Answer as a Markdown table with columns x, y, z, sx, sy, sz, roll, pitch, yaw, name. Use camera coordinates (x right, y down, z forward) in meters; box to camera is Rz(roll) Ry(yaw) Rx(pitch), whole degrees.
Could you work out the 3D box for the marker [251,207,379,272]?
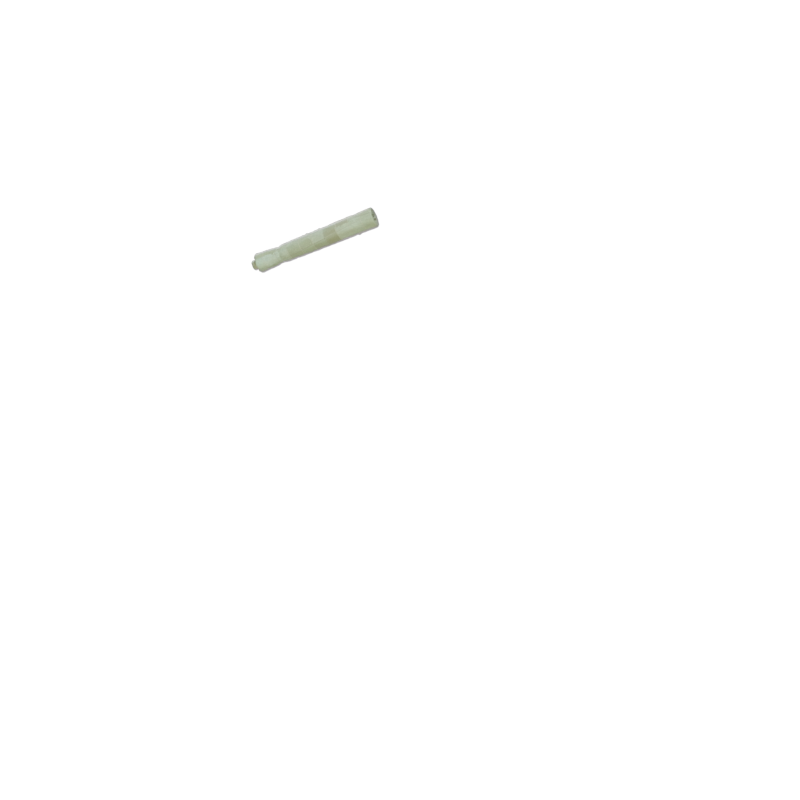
| x | y | z | sx | sy | sz | roll | pitch | yaw | name |
| --- | --- | --- | --- | --- | --- | --- | --- | --- | --- |
| -0.077 | -0.141 | 0.986 | 0.122 | 0.020 | 0.019 | -19 | -1 | 16 | marker |
